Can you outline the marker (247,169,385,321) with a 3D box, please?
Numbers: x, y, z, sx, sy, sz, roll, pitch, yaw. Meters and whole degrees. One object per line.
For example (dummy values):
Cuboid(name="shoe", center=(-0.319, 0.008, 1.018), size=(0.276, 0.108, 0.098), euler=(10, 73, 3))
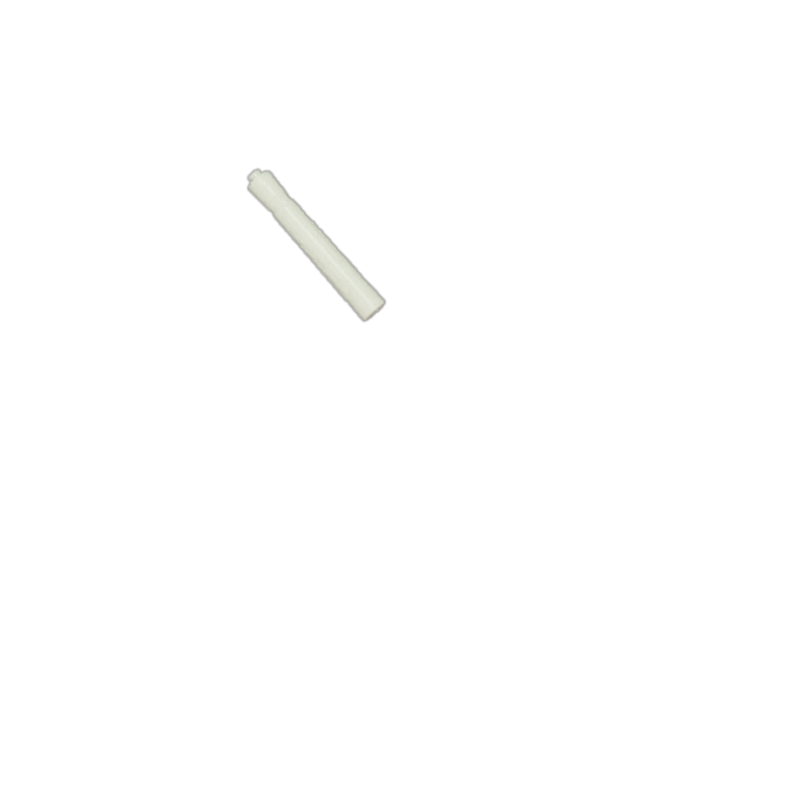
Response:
Cuboid(name="marker", center=(-0.056, -0.101, 0.711), size=(0.020, 0.125, 0.019), euler=(-39, -11, -9))
